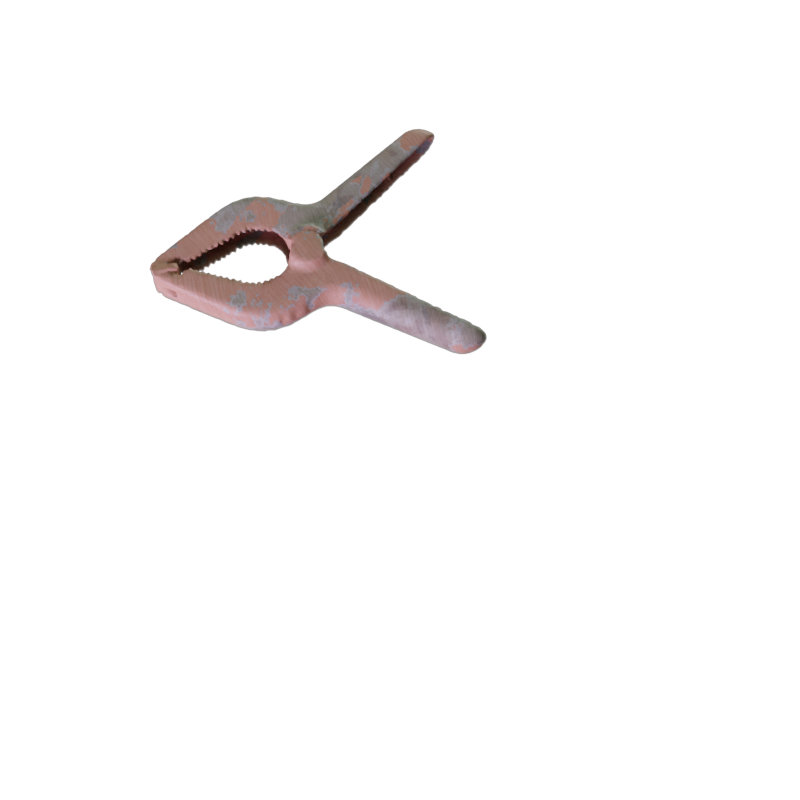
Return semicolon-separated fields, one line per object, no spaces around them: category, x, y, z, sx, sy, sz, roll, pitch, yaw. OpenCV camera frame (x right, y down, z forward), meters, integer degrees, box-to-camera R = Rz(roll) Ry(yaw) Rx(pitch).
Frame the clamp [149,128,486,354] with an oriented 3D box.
clamp;-0.057;-0.104;0.727;0.209;0.175;0.034;-3;-27;-2
